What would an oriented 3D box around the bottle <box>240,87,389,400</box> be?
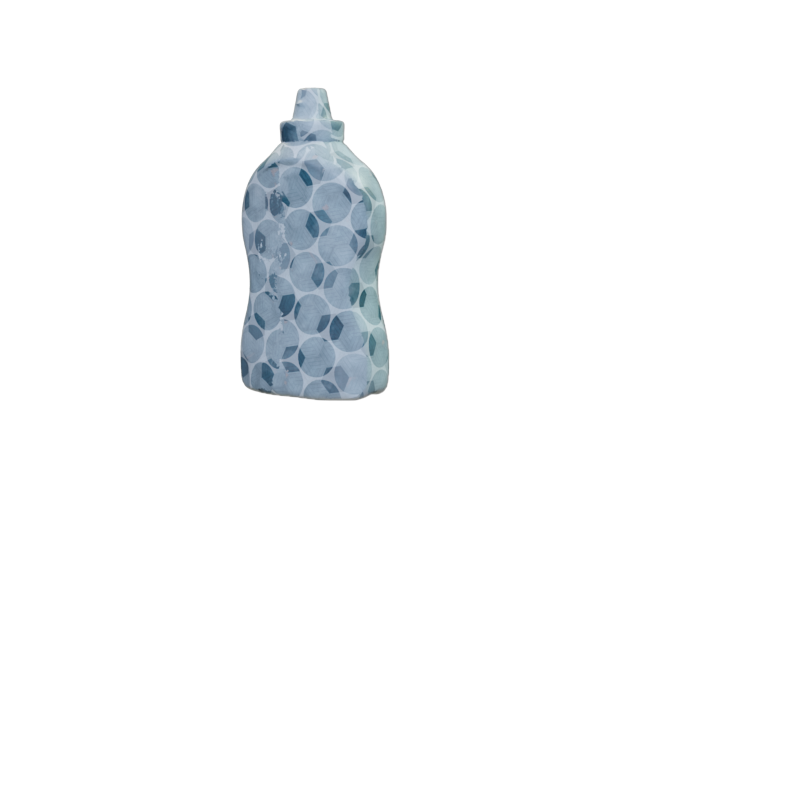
[{"bbox_3d":[-0.055,-0.100,0.698,0.100,0.191,0.056,2,3,33],"label":"bottle"}]
